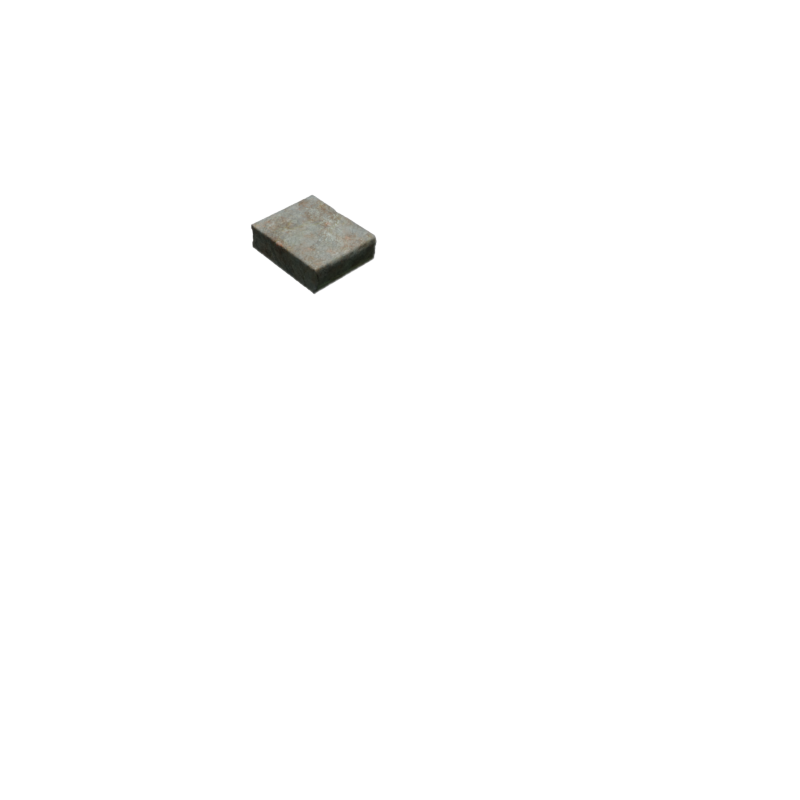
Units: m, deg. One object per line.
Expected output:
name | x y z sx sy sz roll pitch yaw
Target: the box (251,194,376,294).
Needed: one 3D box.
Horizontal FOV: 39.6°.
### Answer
box | -0.077 -0.141 0.987 0.073 0.028 0.096 -31 51 -30
